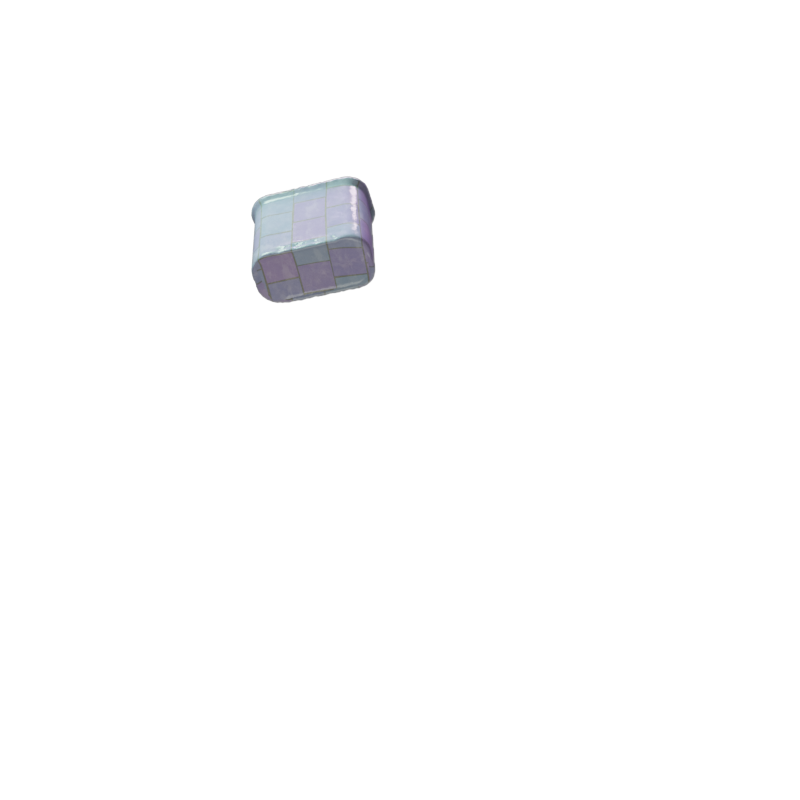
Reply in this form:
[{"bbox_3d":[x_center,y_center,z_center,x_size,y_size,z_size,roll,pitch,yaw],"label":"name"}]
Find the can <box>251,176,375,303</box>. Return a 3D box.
[{"bbox_3d":[-0.071,-0.129,0.904,0.102,0.053,0.090,-12,40,8],"label":"can"}]
